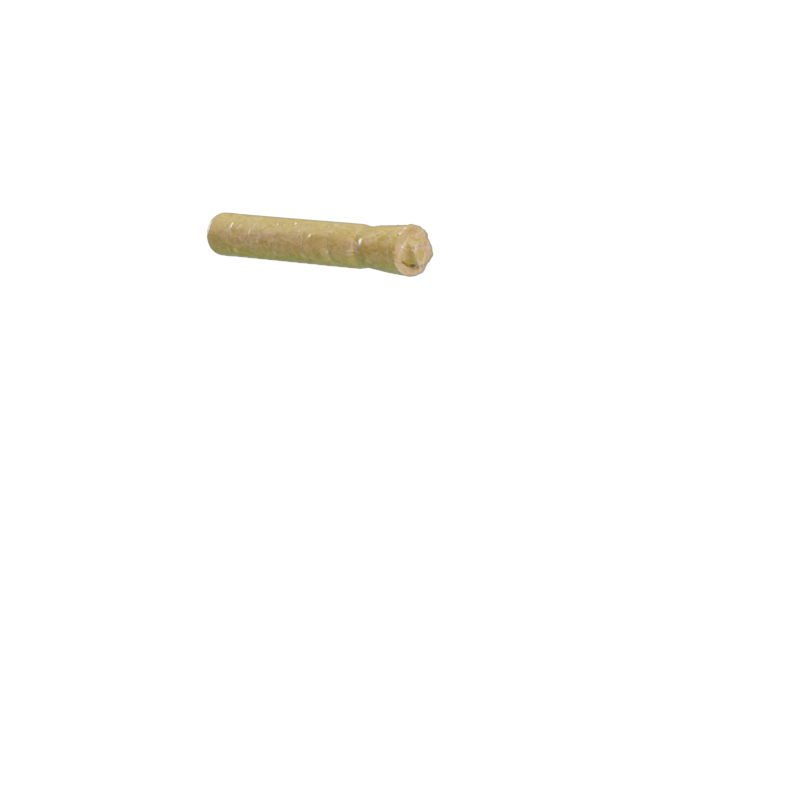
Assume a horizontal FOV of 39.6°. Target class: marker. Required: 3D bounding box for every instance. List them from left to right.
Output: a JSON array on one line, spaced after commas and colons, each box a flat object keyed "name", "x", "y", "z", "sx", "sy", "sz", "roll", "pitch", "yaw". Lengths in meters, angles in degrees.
[{"name": "marker", "x": -0.034, "y": -0.062, "z": 0.434, "sx": 0.019, "sy": 0.019, "sz": 0.127, "roll": -4, "pitch": 11, "yaw": -42}]
